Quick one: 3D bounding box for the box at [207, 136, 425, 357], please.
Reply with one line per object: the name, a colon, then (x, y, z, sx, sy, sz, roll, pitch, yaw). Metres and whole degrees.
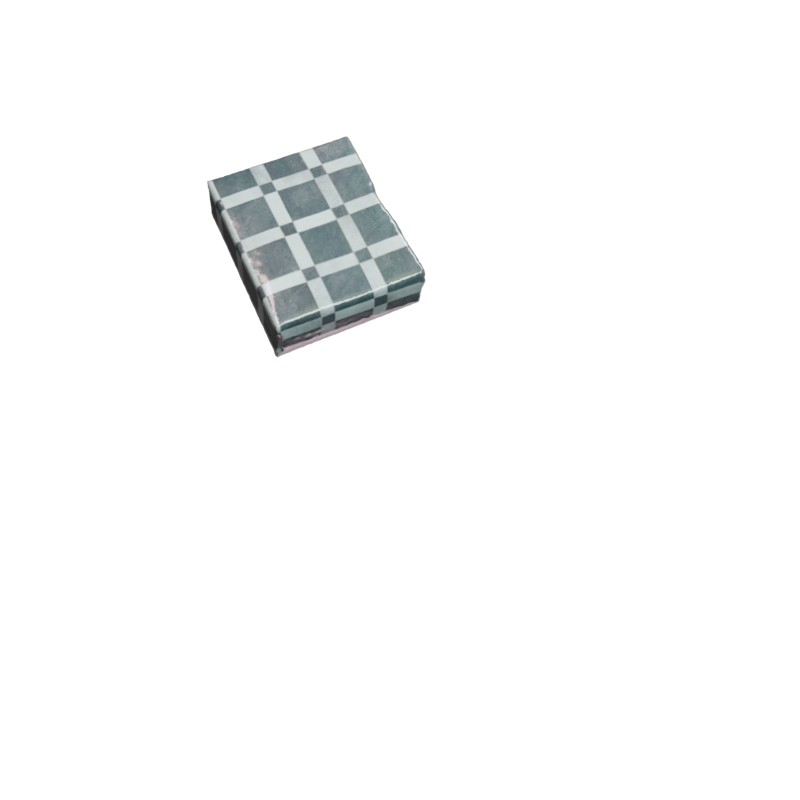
box: (-0.040, -0.073, 0.515, 0.073, 0.096, 0.028, -20, -29, -13)
